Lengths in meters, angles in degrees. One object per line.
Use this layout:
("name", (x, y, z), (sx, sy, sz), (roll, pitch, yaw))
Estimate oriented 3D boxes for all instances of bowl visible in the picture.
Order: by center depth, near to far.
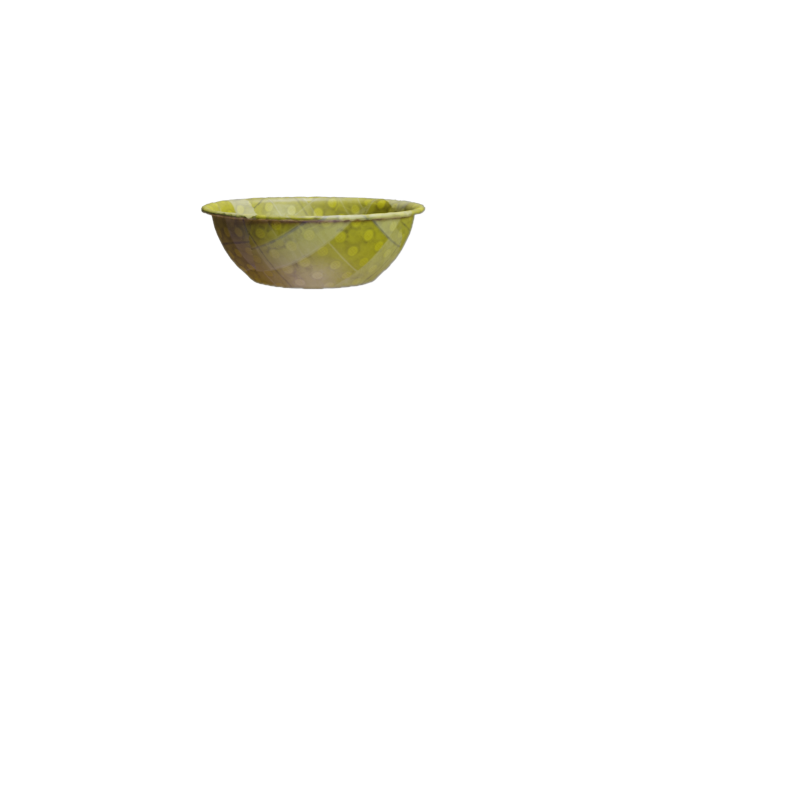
("bowl", (-0.063, -0.115, 0.804), (0.162, 0.054, 0.167), (0, 15, -2))
